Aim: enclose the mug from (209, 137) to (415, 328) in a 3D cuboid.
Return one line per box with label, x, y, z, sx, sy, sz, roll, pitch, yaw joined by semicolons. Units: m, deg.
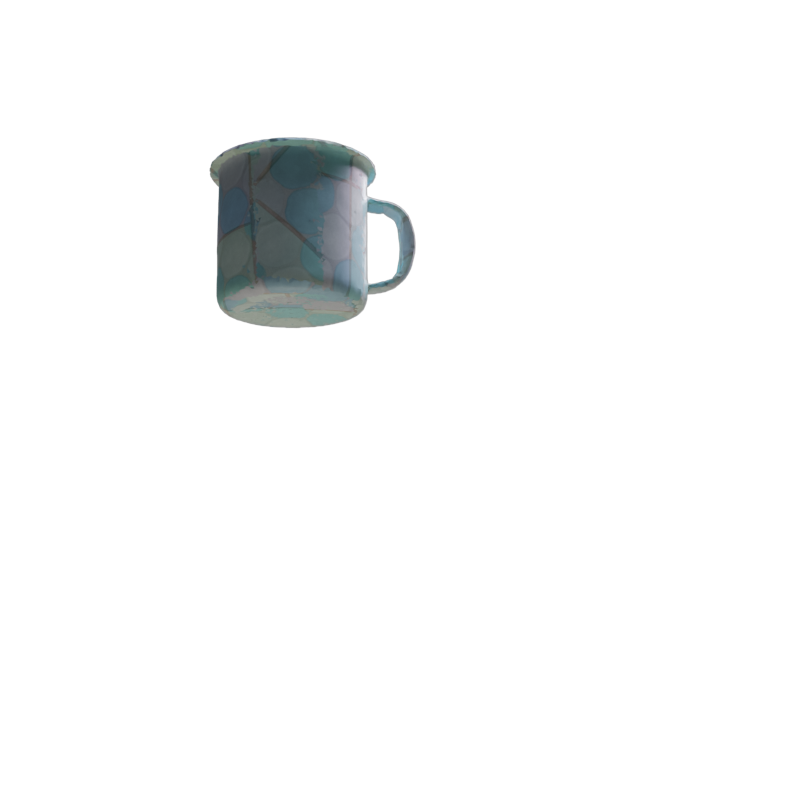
mug;-0.048;-0.087;0.610;0.114;0.085;0.092;4;-16;-19
